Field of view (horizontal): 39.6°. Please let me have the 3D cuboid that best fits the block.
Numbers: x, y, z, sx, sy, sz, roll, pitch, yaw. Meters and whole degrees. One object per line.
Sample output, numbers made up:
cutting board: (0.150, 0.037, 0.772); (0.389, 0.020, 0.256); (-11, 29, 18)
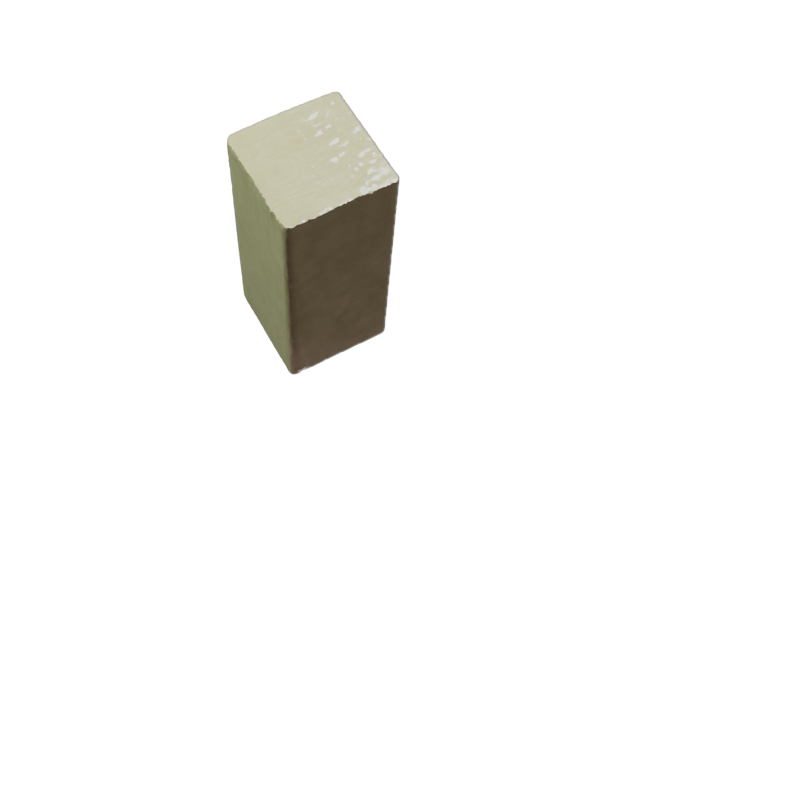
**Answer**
block: (-0.065, -0.118, 0.825); (0.090, 0.097, 0.194); (-25, -24, -16)
